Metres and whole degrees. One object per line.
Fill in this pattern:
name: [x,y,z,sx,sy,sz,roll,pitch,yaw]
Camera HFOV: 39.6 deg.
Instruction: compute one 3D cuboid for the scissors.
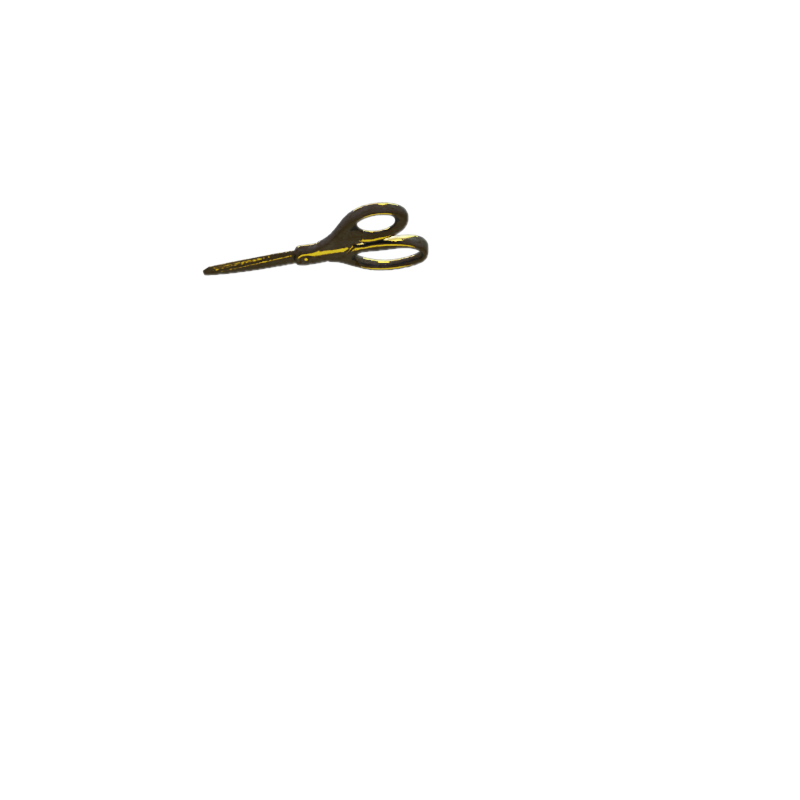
scissors: [-0.075,-0.138,0.964,0.202,0.017,0.090,0,-31,0]
